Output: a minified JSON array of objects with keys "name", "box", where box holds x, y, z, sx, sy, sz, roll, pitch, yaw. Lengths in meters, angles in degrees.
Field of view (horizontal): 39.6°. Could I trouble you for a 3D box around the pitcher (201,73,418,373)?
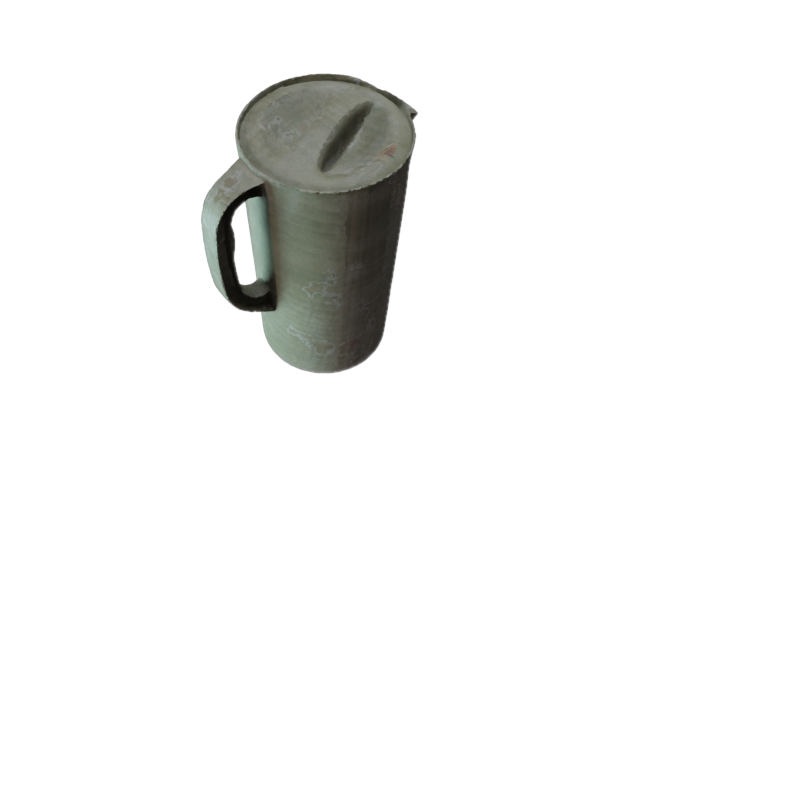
[{"name":"pitcher","box":[-0.070,-0.128,0.894,0.150,0.154,0.226,7,-39,2]}]
